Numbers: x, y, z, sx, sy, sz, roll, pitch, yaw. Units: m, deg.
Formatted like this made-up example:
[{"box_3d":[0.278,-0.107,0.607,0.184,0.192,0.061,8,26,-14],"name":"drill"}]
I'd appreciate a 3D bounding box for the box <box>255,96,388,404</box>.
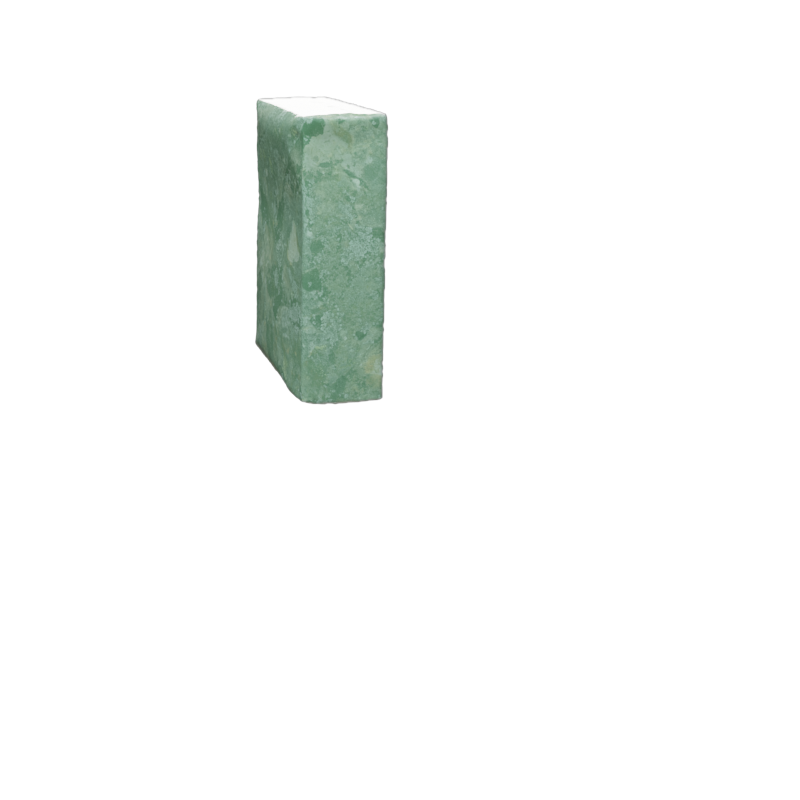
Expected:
[{"box_3d":[-0.068,-0.123,0.864,0.070,0.207,0.173,-3,15,-18],"name":"box"}]
